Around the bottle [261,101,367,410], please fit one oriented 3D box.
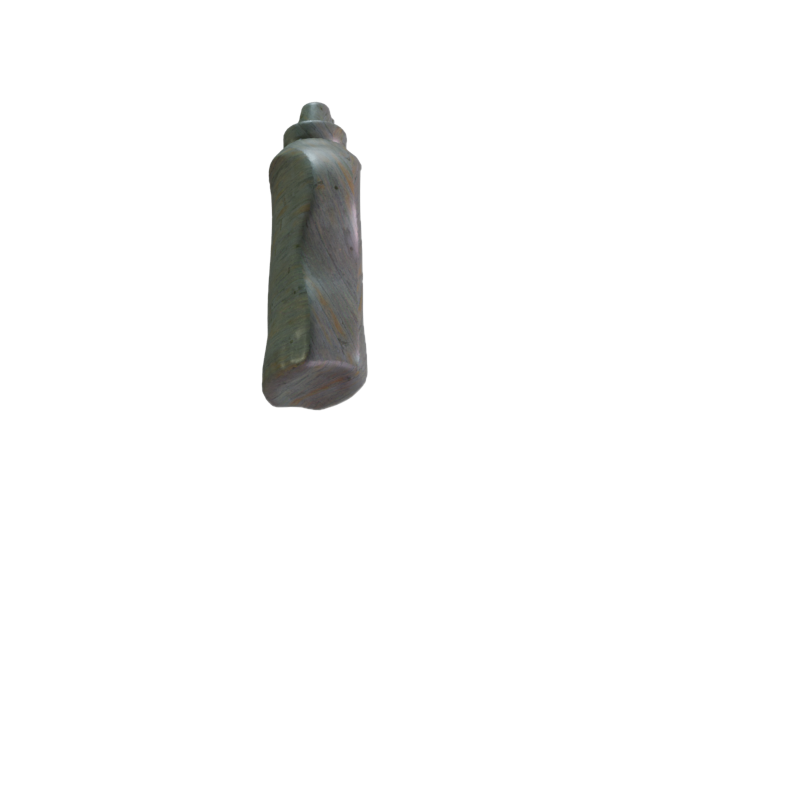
[{"bbox_3d":[-0.053,-0.097,0.682,0.057,0.202,0.093,5,-23,-15],"label":"bottle"}]
